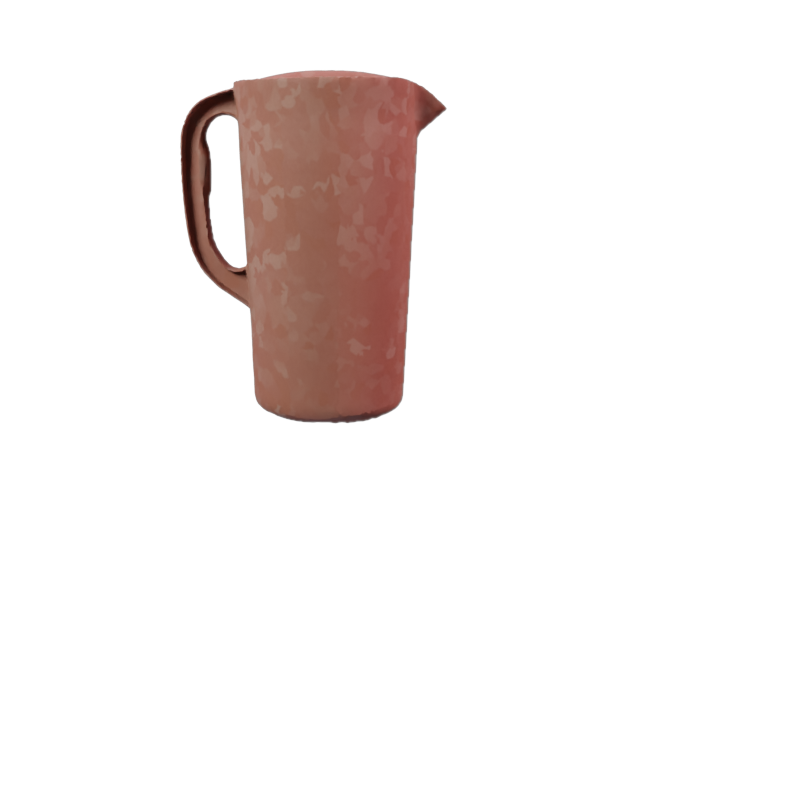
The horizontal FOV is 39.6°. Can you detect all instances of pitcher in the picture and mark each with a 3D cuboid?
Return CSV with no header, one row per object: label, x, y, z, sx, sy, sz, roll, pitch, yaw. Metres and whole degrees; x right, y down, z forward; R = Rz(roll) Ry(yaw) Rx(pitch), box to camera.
pitcher,-0.062,-0.114,0.795,0.140,0.239,0.156,-6,10,-41
